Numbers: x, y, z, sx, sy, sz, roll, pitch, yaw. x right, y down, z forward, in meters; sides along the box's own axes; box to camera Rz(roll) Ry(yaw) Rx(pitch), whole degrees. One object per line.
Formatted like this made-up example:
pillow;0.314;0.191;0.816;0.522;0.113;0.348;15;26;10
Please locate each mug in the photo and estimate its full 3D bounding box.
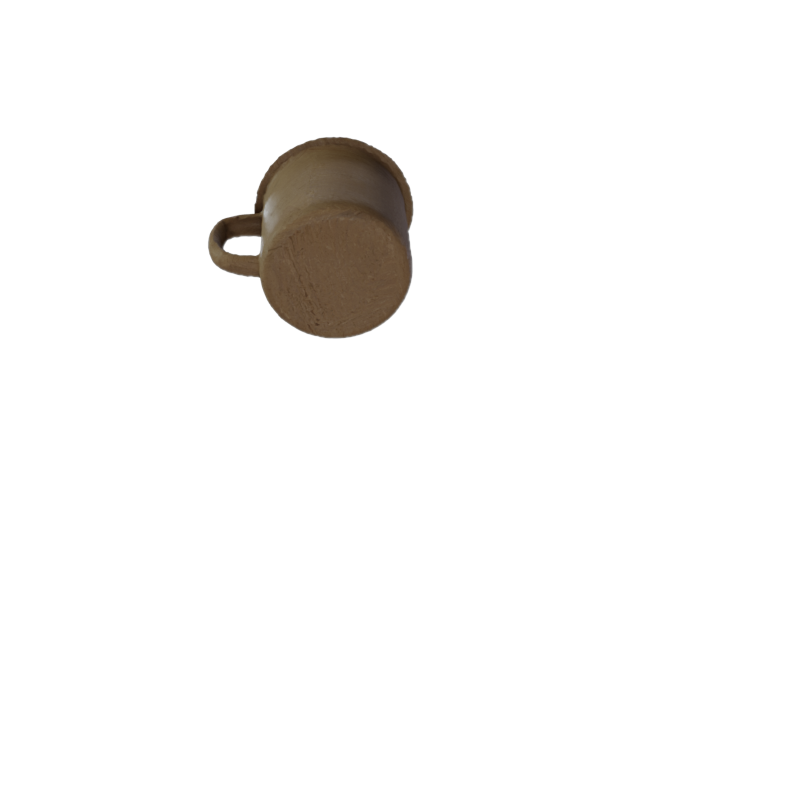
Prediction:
mug;-0.048;-0.088;0.615;0.117;0.088;0.087;0;31;-2
